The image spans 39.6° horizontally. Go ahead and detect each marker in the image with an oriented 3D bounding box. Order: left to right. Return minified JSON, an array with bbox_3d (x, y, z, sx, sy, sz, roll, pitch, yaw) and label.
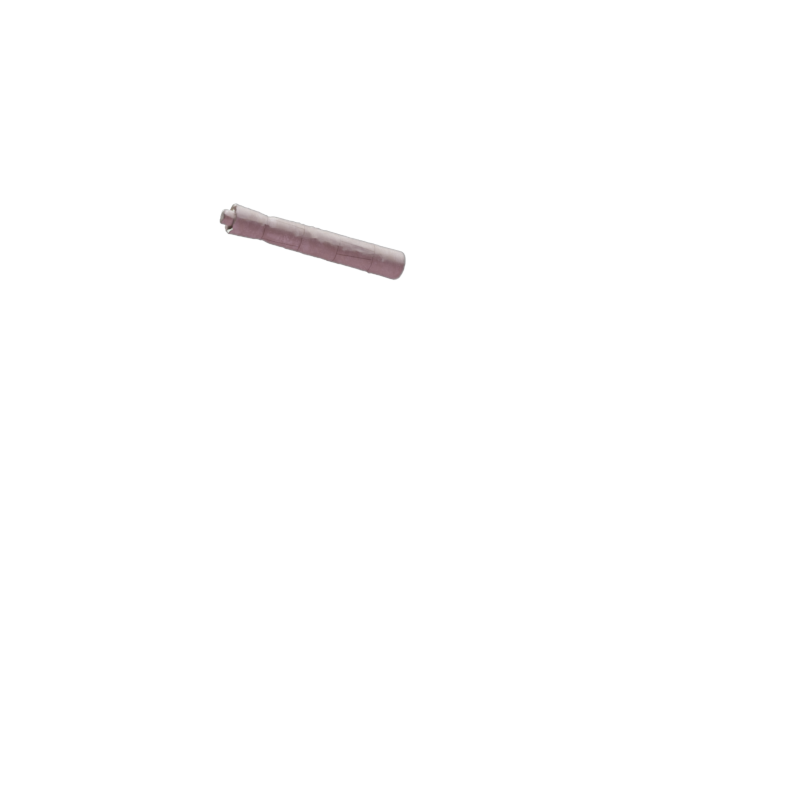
[{"bbox_3d":[-0.053,-0.097,0.681,0.116,0.020,0.020,13,-2,-22],"label":"marker"}]
